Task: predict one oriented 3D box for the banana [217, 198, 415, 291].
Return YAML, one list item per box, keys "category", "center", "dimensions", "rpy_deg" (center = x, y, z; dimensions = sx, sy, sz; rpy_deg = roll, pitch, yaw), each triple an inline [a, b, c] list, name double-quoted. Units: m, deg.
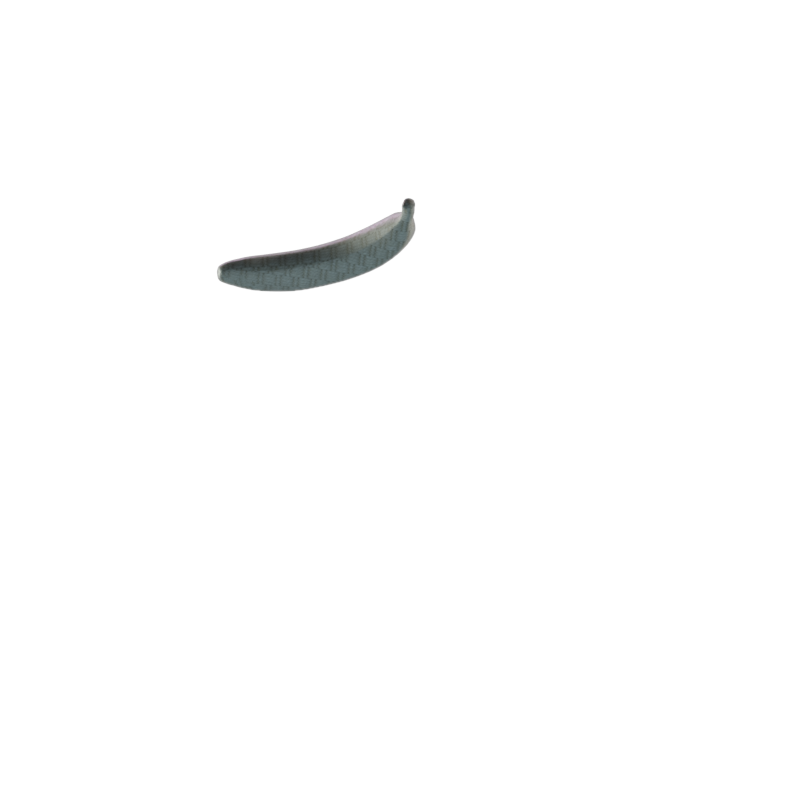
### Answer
- category: "banana"
  center: [-0.065, -0.131, 0.985]
  dimensions: [0.199, 0.039, 0.064]
  rpy_deg: [-18, -42, 21]
